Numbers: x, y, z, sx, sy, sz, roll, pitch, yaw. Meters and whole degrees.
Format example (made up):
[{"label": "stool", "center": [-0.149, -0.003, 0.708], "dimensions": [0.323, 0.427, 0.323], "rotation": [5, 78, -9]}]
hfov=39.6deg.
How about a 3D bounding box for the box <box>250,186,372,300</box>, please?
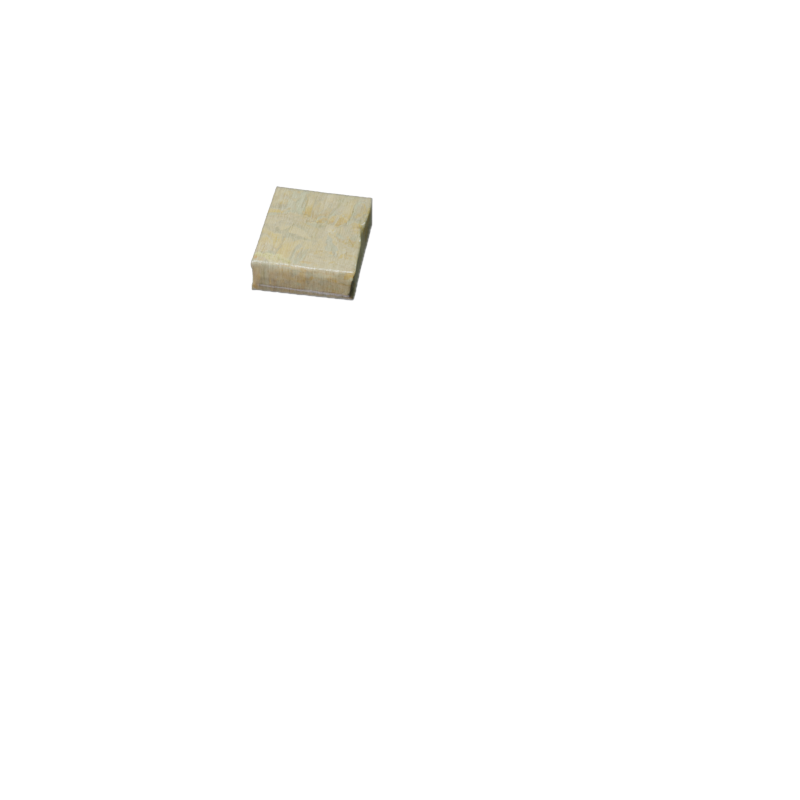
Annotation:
[{"label": "box", "center": [-0.062, -0.113, 0.789], "dimensions": [0.074, 0.028, 0.095], "rotation": [7, 45, 6]}]
